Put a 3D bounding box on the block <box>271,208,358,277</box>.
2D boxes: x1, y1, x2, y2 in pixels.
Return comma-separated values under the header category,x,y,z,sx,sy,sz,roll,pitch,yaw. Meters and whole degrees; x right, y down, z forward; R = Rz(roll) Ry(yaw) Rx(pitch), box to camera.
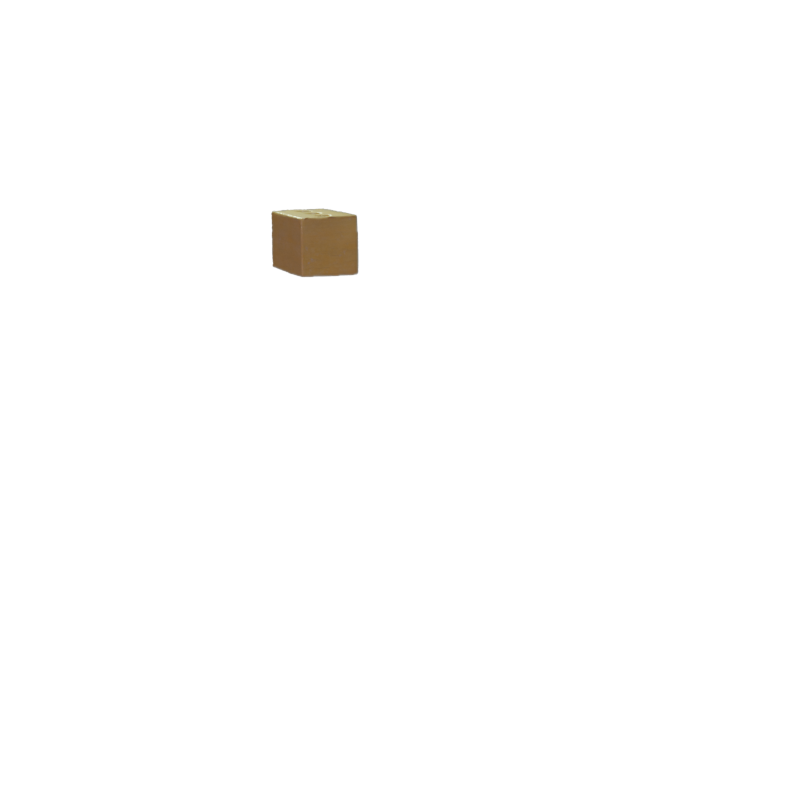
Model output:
category,x,y,z,sx,sy,sz,roll,pitch,yaw
block,-0.075,-0.137,0.960,0.051,0.050,0.082,-5,13,-25
